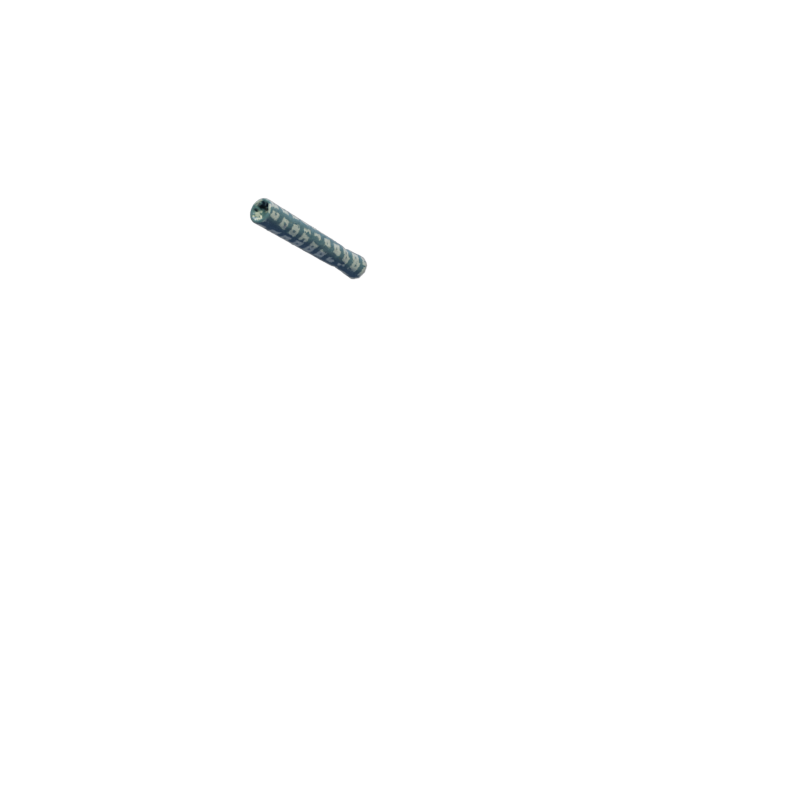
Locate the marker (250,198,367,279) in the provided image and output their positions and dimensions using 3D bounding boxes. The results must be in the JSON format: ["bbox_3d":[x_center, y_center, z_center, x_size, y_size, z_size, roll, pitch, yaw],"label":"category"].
[{"bbox_3d":[-0.062,-0.113,0.790,0.021,0.020,0.113,3,-14,37],"label":"marker"}]
